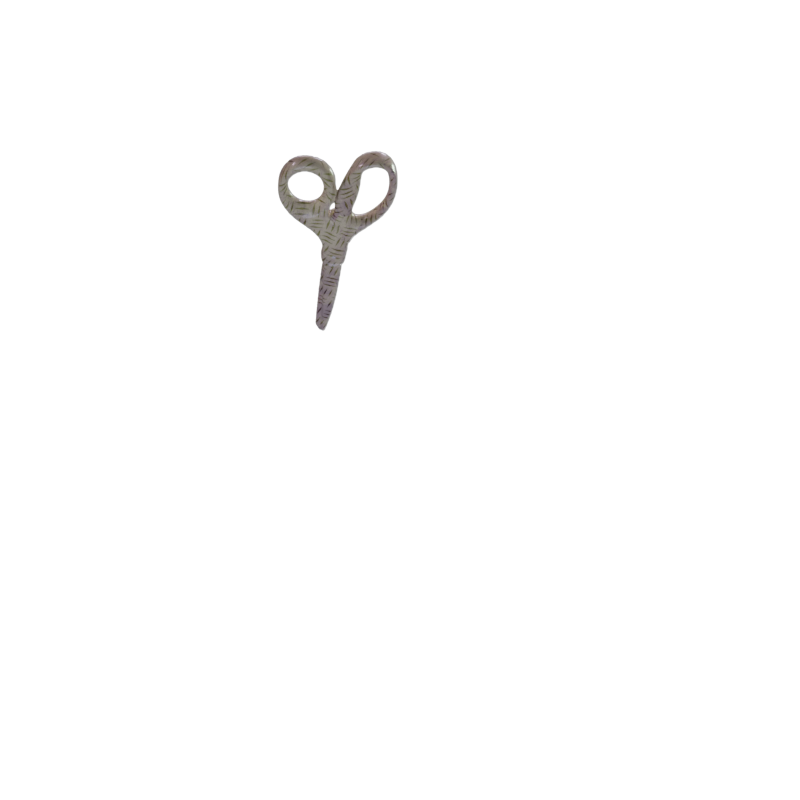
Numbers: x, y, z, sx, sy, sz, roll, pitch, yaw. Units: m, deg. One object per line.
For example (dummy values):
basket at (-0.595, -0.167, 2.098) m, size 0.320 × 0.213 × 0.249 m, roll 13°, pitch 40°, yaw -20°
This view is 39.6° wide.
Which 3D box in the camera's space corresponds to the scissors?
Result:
scissors at (-0.067, -0.123, 0.859) m, size 0.093 × 0.017 × 0.194 m, roll 16°, pitch -41°, yaw -19°
